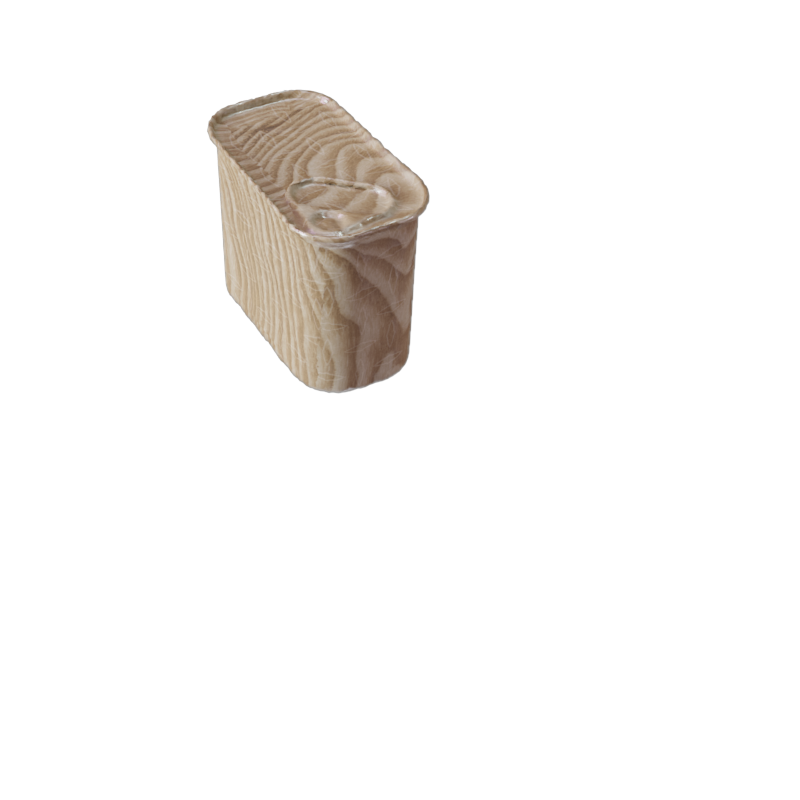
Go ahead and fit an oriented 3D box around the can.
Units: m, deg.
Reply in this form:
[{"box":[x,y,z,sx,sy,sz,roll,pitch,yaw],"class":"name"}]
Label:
[{"box":[-0.035,-0.065,0.452,0.057,0.078,0.110,-20,46,-23],"class":"can"}]
